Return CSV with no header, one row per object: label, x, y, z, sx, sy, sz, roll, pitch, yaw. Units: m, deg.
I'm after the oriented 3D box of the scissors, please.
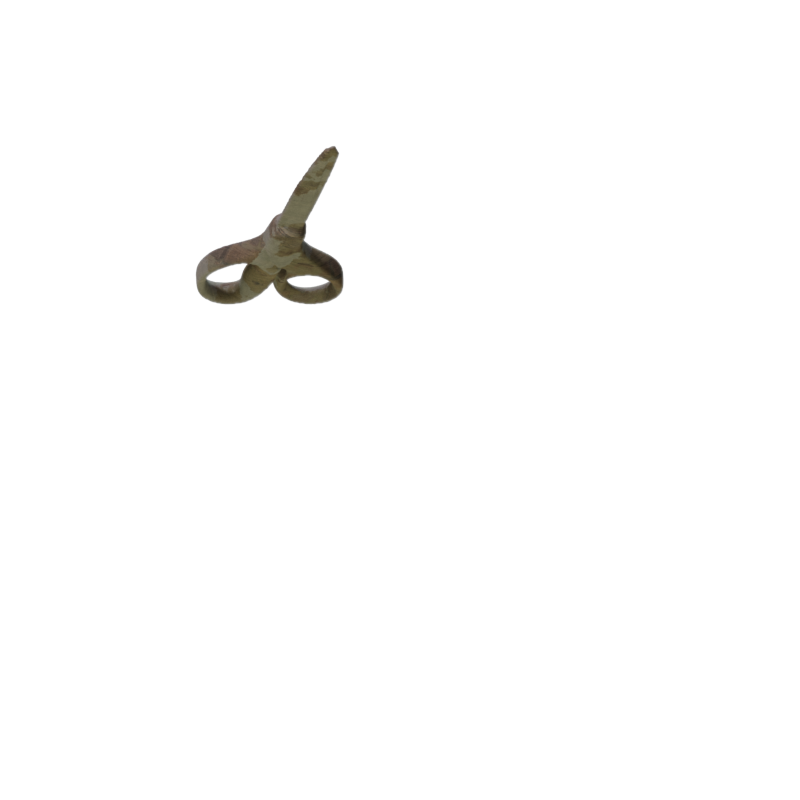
scissors,-0.048,-0.087,0.608,0.092,0.016,0.202,9,-18,-31
